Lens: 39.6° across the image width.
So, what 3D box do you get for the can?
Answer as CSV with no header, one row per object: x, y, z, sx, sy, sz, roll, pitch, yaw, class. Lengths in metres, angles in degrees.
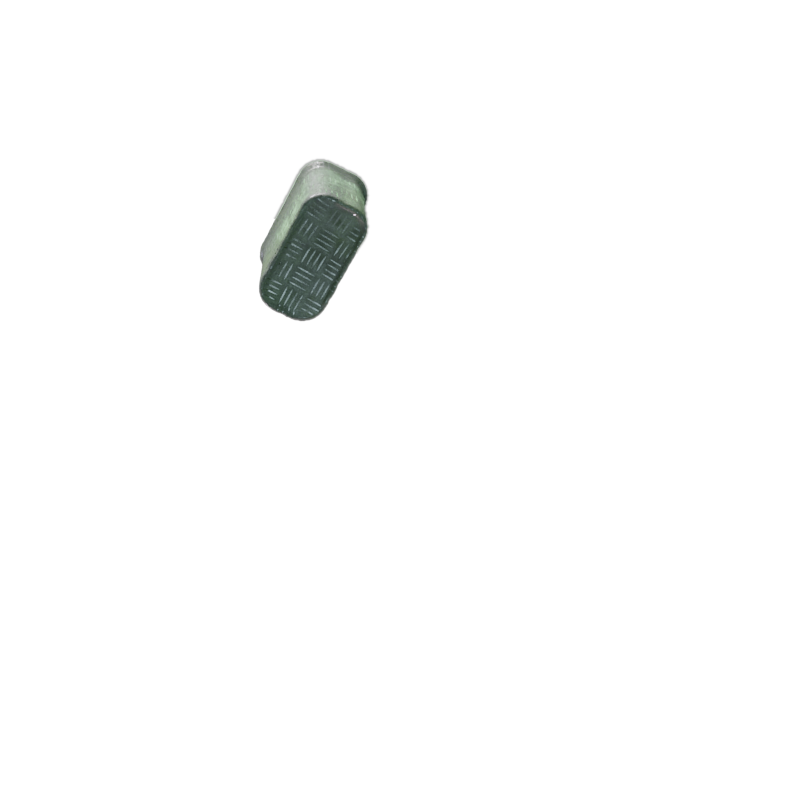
-0.065,-0.118,0.824,0.056,0.099,0.088,26,19,-14,can
